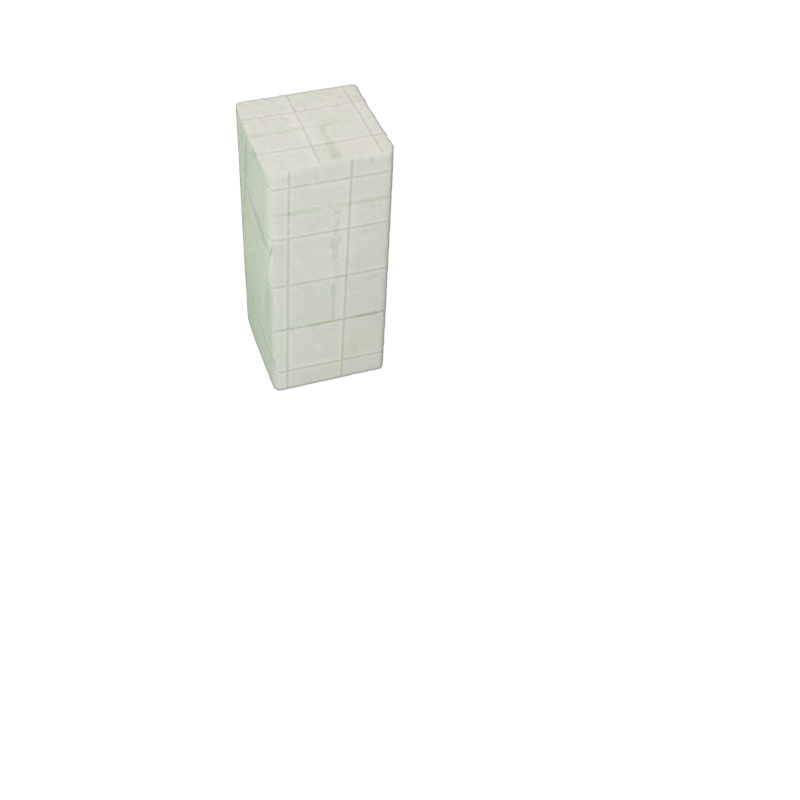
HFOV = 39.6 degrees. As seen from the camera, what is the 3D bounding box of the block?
[{"bbox_3d":[-0.064,-0.116,0.814,0.090,0.192,0.098,-11,46,-15],"label":"block"}]
